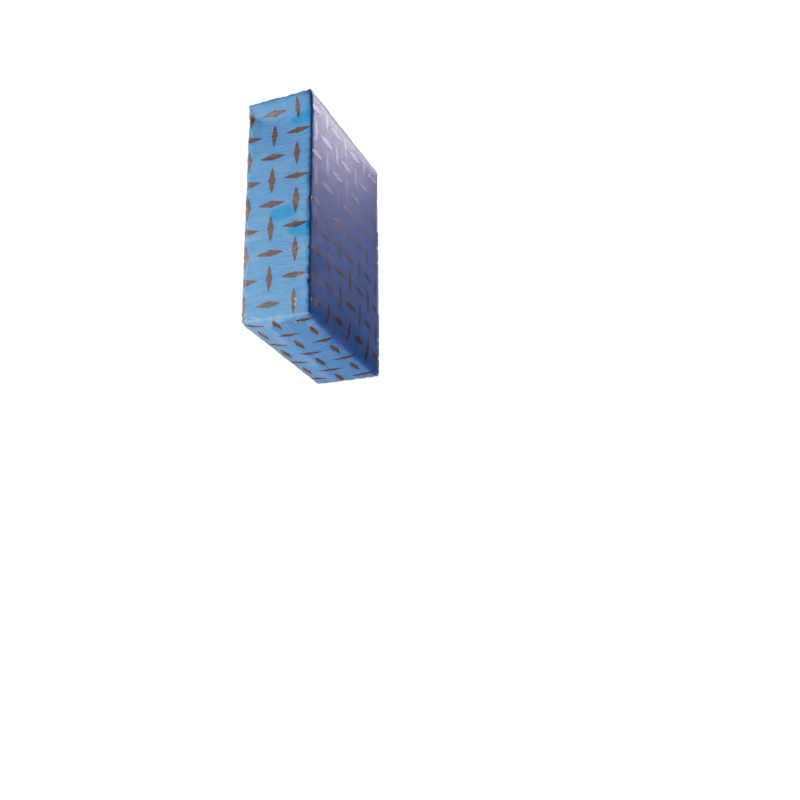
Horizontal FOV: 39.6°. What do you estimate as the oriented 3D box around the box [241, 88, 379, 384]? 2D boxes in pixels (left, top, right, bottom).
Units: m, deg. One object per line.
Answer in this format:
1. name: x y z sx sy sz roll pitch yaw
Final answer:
1. box: -0.078 -0.142 0.991 0.073 0.226 0.153 -10 -24 19
